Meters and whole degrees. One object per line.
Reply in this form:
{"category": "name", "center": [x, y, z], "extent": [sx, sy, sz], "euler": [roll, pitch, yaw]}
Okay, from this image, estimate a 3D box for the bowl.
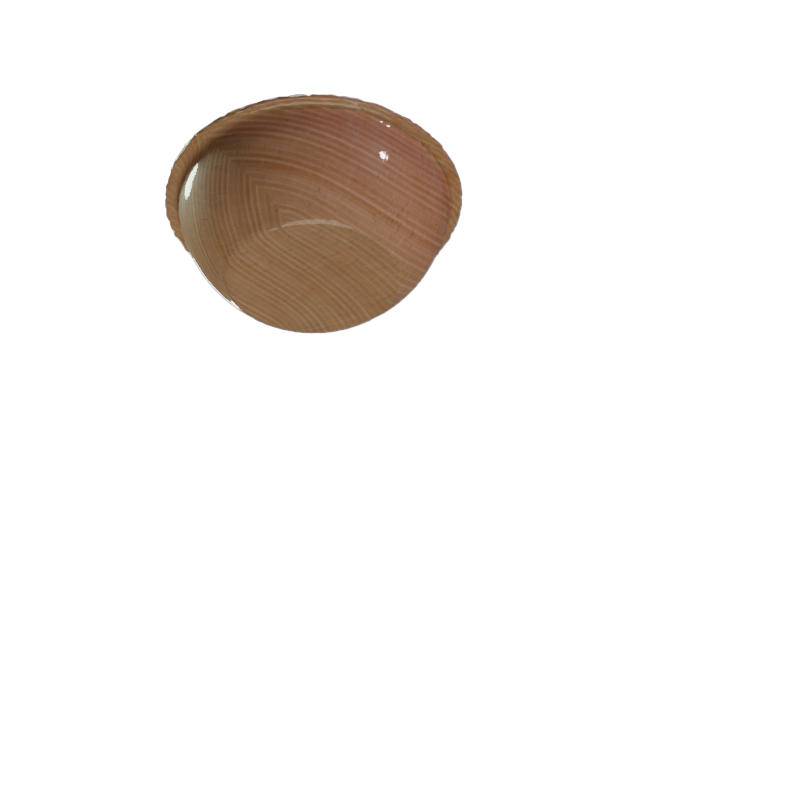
{"category": "bowl", "center": [-0.046, -0.084, 0.588], "extent": [0.162, 0.059, 0.151], "euler": [1, -37, -2]}
